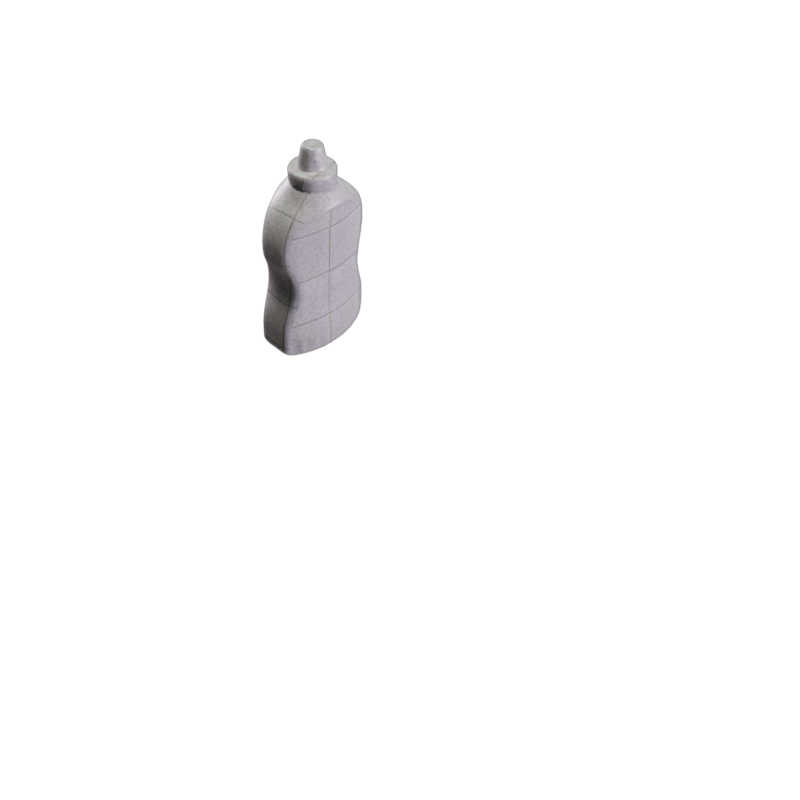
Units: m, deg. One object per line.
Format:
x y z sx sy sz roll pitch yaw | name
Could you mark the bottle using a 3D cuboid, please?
-0.074 -0.134 0.935 0.096 0.179 0.062 -31 51 -34 | bottle
